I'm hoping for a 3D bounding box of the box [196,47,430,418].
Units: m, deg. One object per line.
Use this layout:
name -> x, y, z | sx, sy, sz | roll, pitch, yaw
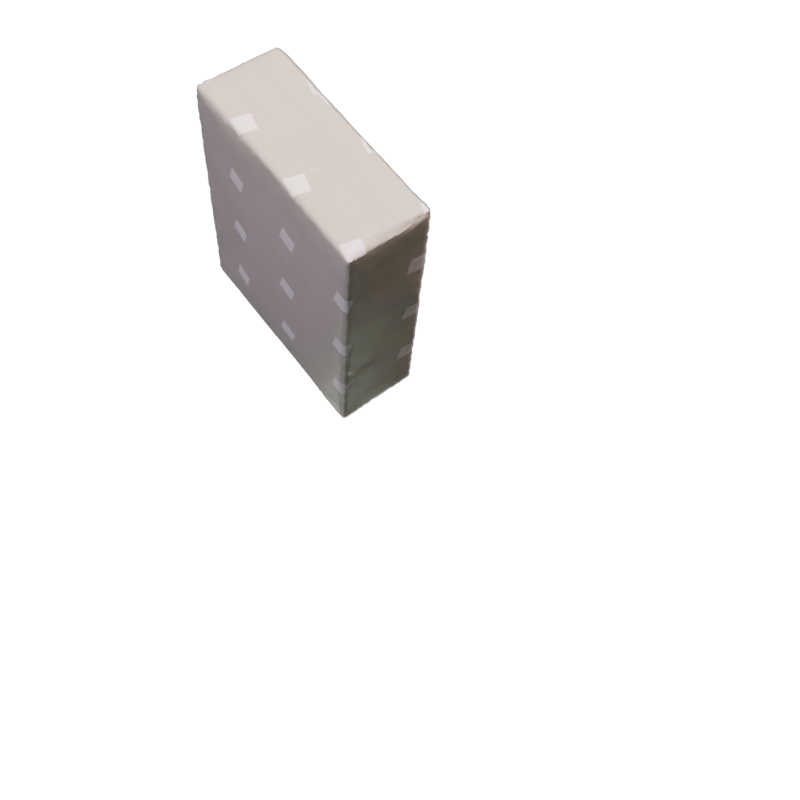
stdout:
box -> -0.059, -0.107, 0.753 | 0.072, 0.174, 0.201 | -31, -24, -19
